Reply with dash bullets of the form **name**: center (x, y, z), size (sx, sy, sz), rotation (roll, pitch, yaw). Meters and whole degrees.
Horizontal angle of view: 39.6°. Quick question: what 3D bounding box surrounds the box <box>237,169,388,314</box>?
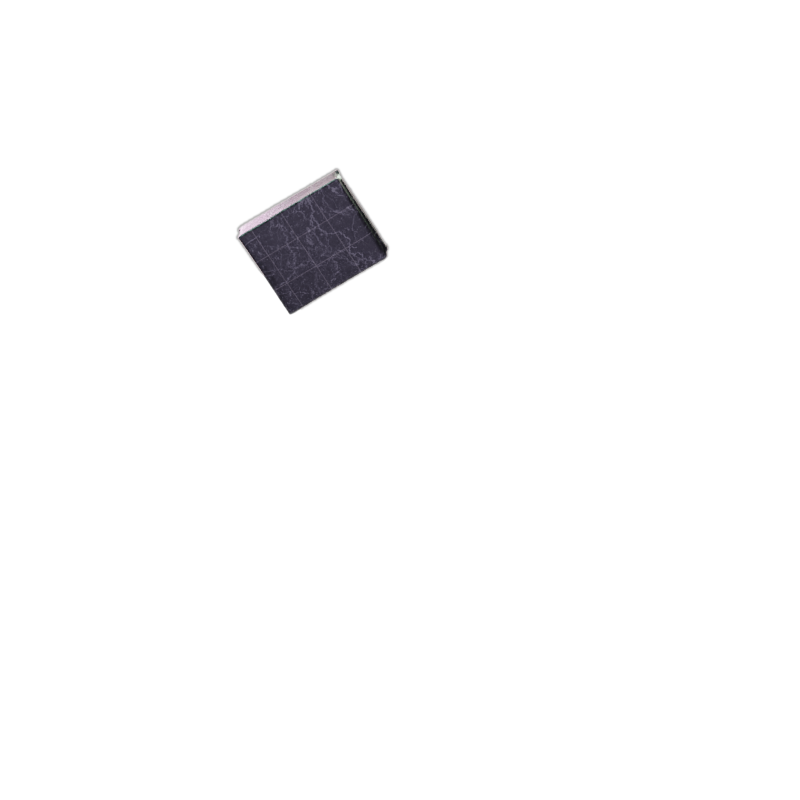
- **box**: center (-0.064, -0.118, 0.825), size (0.089, 0.070, 0.032), rotation (-30, 18, 10)
